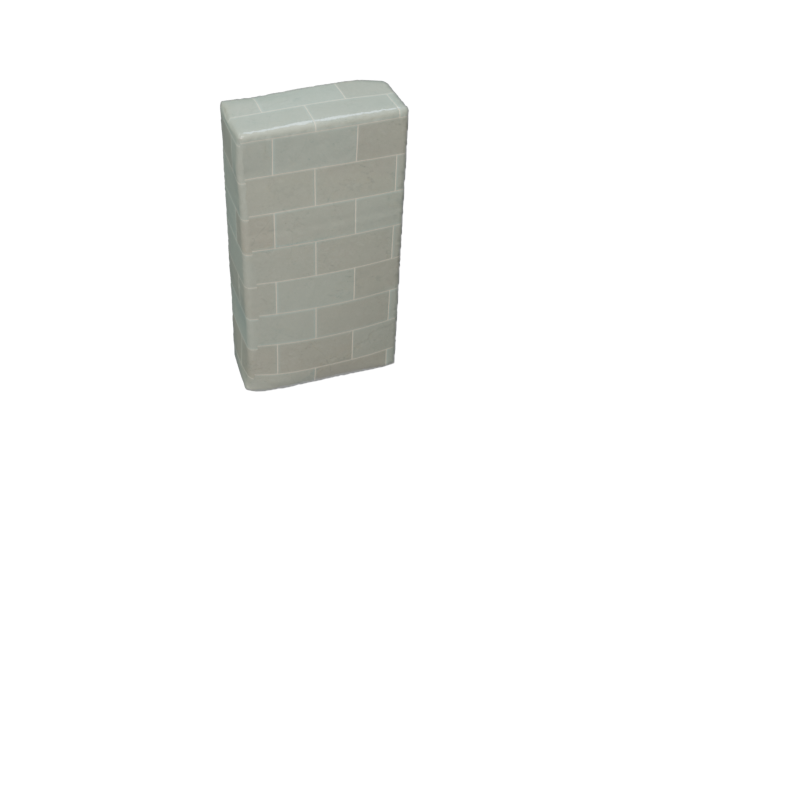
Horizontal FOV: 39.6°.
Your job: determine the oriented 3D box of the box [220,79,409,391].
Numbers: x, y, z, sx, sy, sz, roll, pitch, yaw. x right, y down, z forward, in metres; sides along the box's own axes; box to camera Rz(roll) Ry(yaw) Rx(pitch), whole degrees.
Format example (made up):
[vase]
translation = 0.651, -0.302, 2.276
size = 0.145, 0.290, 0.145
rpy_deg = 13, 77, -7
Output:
[box]
translation = -0.048, -0.088, 0.616
size = 0.092, 0.165, 0.052
rpy_deg = -11, 39, -17
